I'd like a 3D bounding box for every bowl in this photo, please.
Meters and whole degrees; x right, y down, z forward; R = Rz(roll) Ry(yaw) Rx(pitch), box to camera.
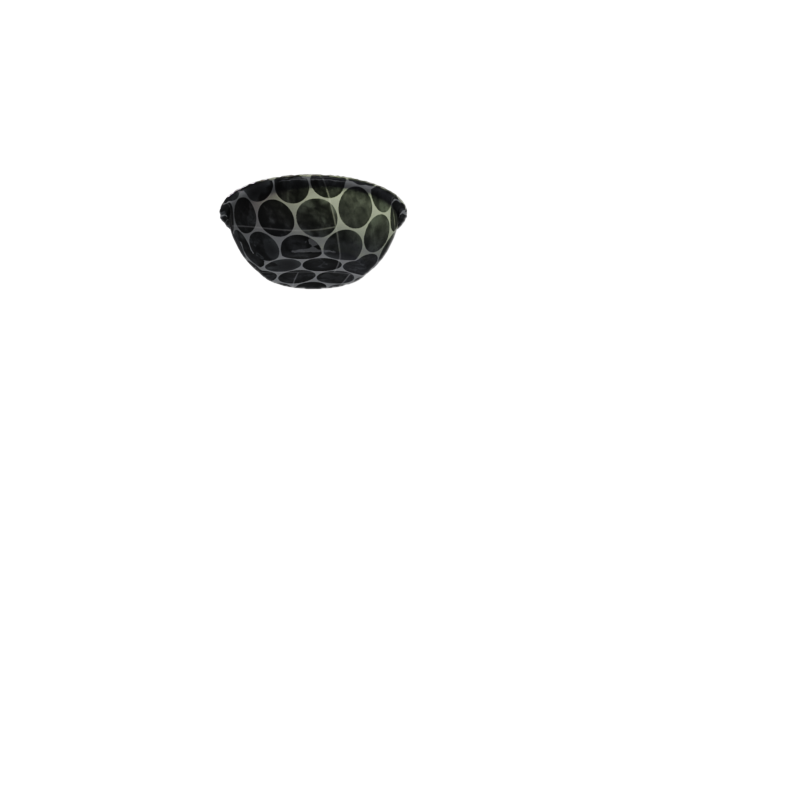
[{"bbox_3d":[-0.074,-0.135,0.946,0.162,0.057,0.155,0,-16,-2],"label":"bowl"}]
